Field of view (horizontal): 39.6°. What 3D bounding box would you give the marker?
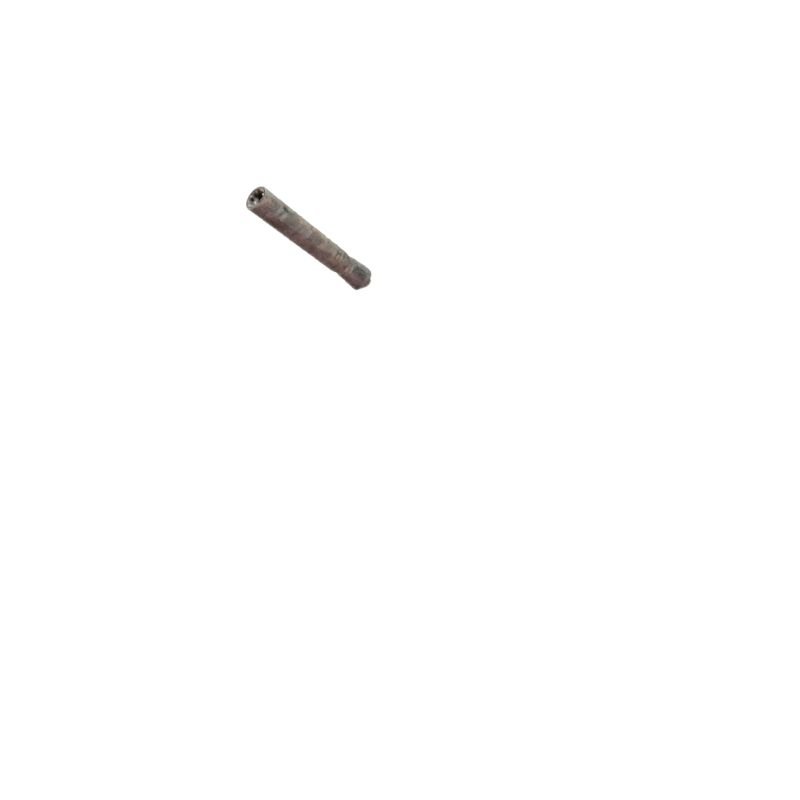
[{"bbox_3d":[-0.062,-0.112,0.788,0.021,0.020,0.113,4,-24,48],"label":"marker"}]
